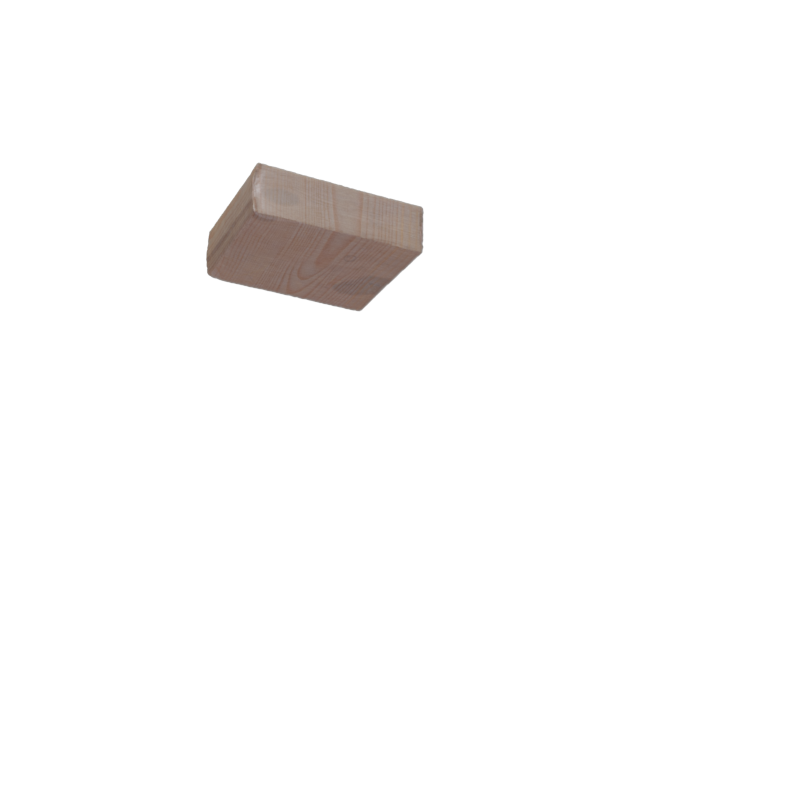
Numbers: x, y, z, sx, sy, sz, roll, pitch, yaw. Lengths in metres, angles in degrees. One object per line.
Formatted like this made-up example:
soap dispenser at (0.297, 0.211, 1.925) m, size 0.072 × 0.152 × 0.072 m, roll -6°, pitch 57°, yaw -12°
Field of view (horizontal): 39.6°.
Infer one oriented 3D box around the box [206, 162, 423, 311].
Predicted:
box at (-0.054, -0.099, 0.692) m, size 0.109 × 0.041 × 0.088 m, roll 11°, pitch -27°, yaw -23°
